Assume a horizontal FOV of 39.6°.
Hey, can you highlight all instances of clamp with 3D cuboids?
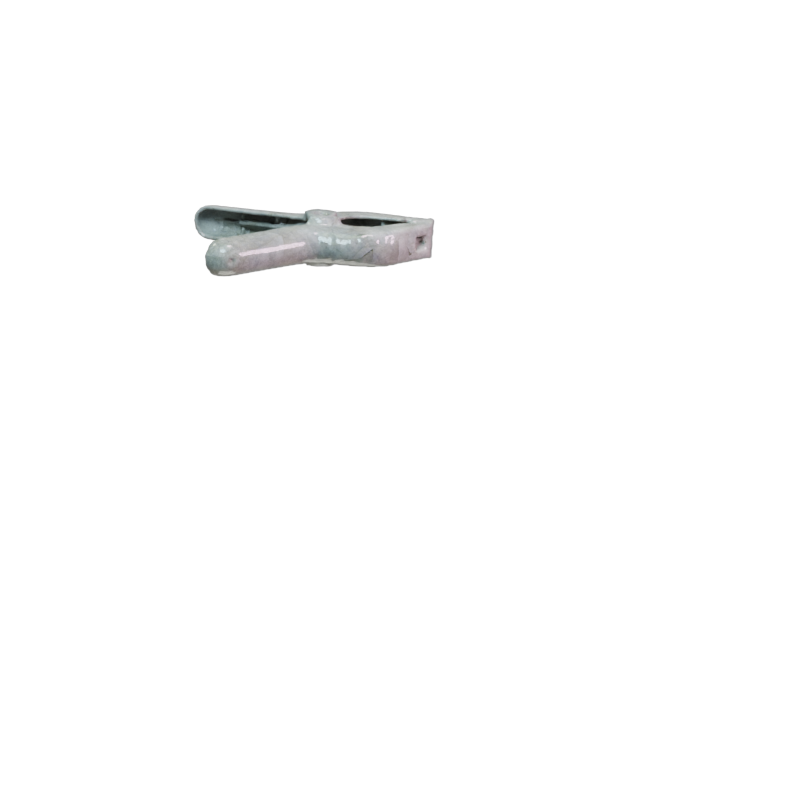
[{"bbox_3d":[-0.059,-0.108,0.760,0.171,0.037,0.127,-1,27,-2],"label":"clamp"}]
